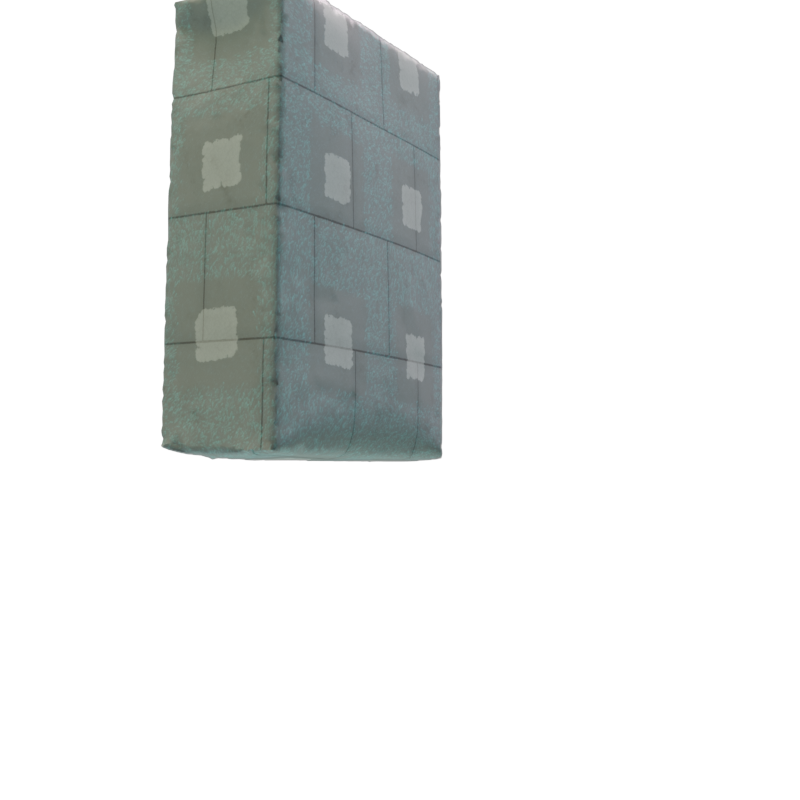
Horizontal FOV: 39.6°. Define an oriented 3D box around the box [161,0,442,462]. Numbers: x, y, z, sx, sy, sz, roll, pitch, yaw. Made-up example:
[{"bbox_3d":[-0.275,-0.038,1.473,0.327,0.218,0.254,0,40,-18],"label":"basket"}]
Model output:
[{"bbox_3d":[-0.043,-0.079,0.551,0.074,0.219,0.156,-7,-10,29],"label":"box"}]
